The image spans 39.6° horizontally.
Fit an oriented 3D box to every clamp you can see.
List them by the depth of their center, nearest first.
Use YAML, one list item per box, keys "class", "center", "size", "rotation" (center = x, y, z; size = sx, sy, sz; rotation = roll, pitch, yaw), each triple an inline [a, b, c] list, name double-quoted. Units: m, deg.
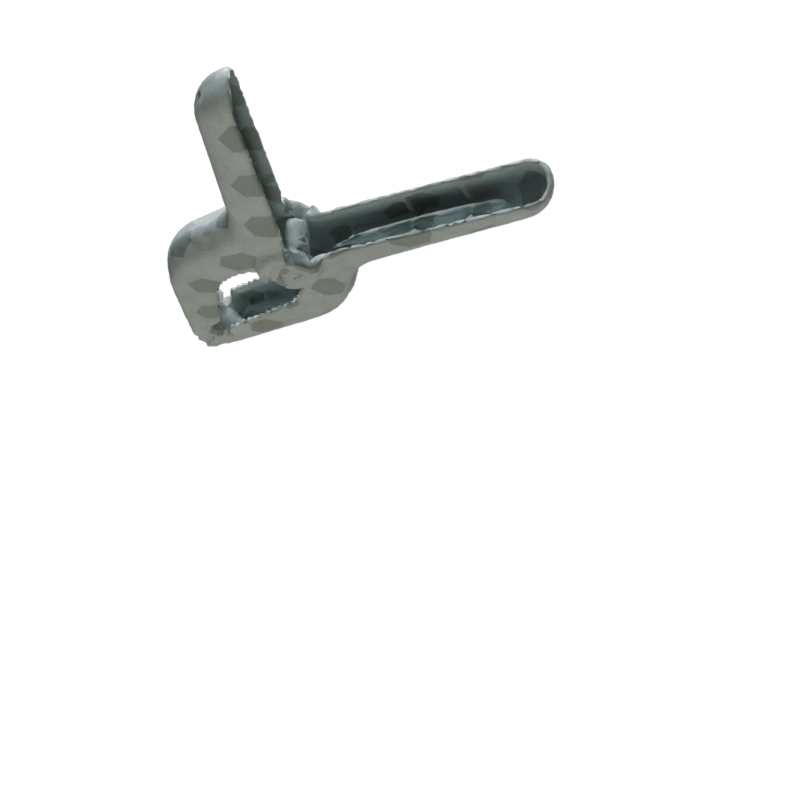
- class: "clamp"
  center: [-0.041, -0.075, 0.523]
  size: [0.159, 0.038, 0.205]
  rotation: [9, -25, -21]
